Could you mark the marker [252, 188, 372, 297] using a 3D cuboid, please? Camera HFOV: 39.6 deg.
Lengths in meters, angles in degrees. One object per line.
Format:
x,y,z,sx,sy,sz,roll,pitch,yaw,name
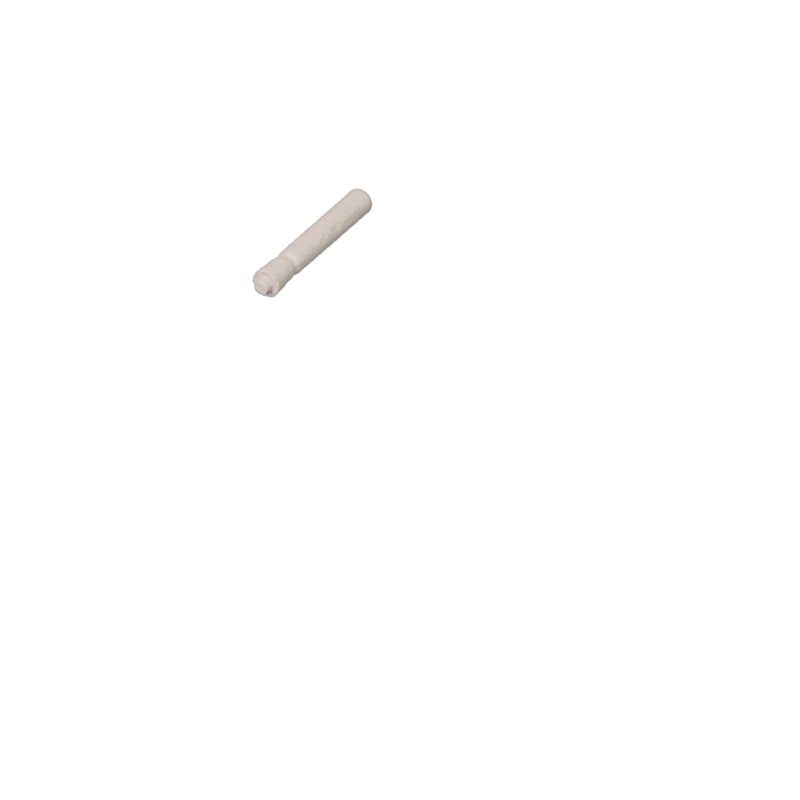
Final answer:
-0.055,-0.100,0.702,0.020,0.019,0.124,2,34,33,marker
